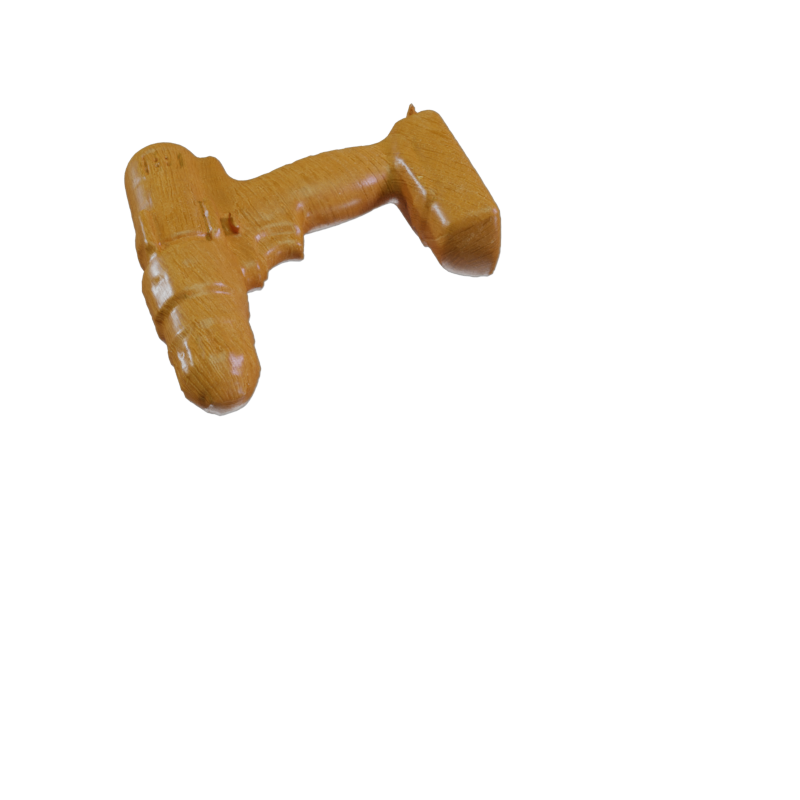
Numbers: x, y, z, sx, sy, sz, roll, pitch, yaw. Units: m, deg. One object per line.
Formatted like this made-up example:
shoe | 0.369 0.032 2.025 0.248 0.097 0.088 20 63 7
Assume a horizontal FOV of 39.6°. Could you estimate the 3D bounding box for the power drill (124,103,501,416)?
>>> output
power drill | -0.046 -0.084 0.590 0.186 0.200 0.053 -13 -40 -12
